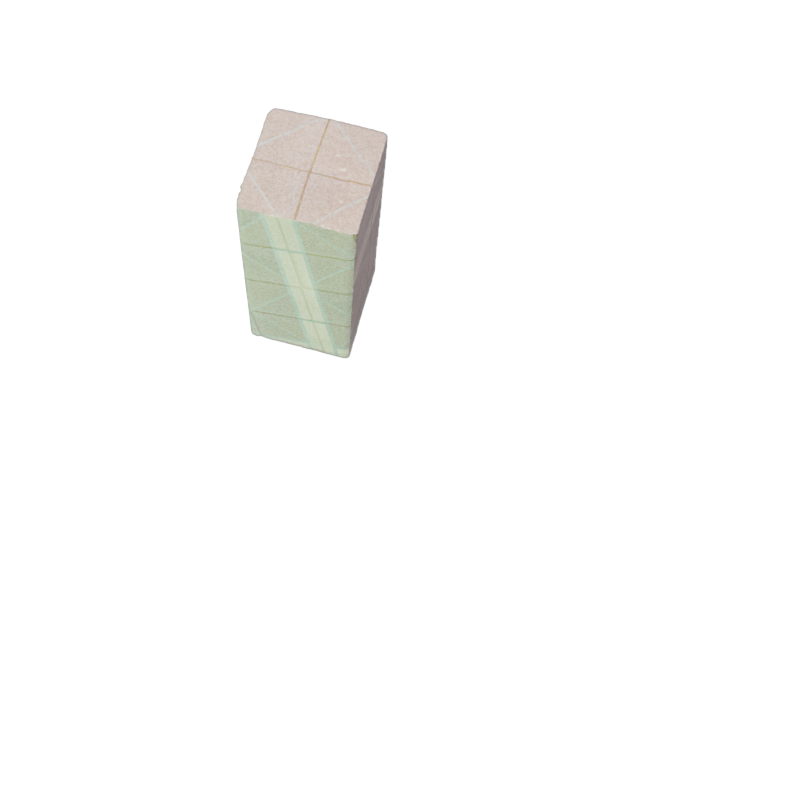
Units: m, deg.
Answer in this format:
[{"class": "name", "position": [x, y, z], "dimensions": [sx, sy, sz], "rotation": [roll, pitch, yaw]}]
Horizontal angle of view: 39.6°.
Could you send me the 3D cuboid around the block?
[{"class": "block", "position": [-0.068, -0.124, 0.864], "dimensions": [0.091, 0.095, 0.195], "rotation": [14, -24, 3]}]
